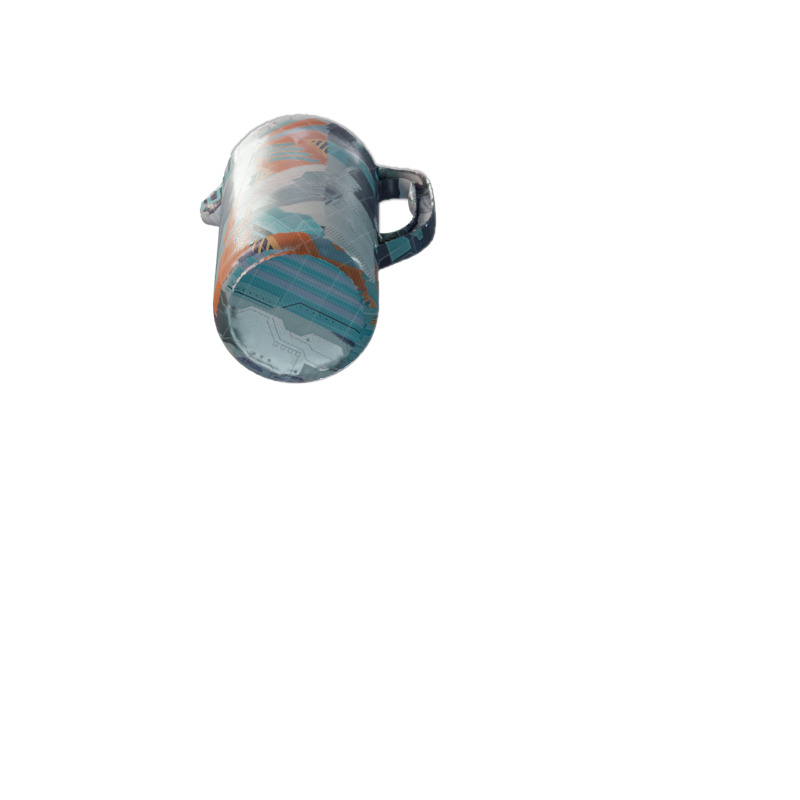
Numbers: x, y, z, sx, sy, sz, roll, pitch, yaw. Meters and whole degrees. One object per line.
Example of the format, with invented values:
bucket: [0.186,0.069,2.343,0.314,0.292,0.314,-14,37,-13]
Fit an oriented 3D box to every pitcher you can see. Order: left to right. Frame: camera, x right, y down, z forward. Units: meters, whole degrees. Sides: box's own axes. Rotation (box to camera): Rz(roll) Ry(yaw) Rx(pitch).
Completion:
pitcher: [-0.064,-0.117,0.817,0.139,0.147,0.257,35,21,-19]
